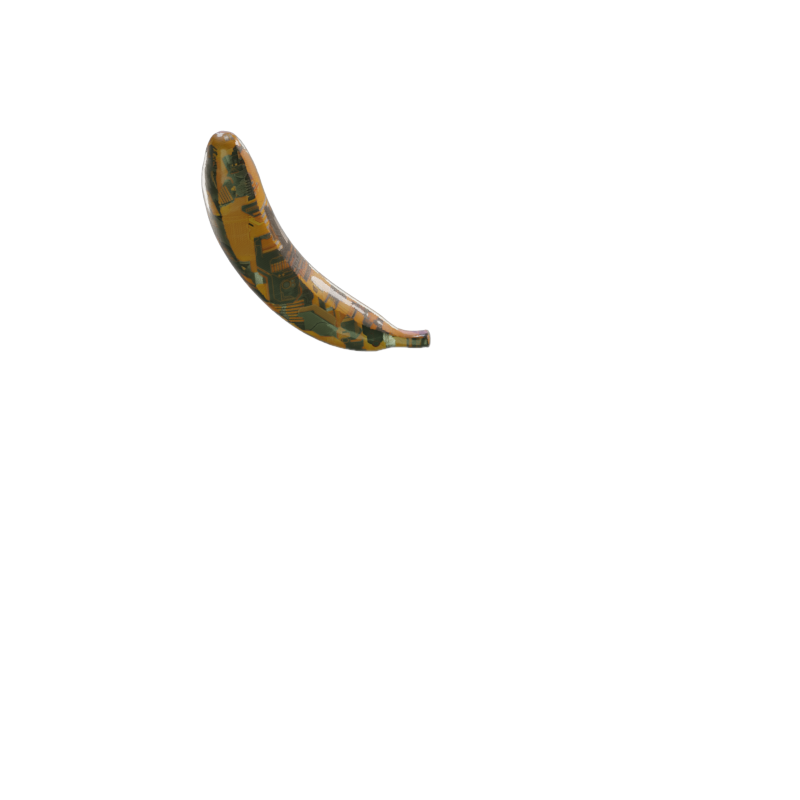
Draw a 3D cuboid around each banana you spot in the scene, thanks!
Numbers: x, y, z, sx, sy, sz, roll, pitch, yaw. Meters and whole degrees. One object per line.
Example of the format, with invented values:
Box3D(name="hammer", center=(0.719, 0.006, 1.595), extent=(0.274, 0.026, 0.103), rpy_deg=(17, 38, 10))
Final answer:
Box3D(name="banana", center=(-0.064, -0.084, 0.664), extent=(0.069, 0.039, 0.185), rpy_deg=(-30, -53, 25))
